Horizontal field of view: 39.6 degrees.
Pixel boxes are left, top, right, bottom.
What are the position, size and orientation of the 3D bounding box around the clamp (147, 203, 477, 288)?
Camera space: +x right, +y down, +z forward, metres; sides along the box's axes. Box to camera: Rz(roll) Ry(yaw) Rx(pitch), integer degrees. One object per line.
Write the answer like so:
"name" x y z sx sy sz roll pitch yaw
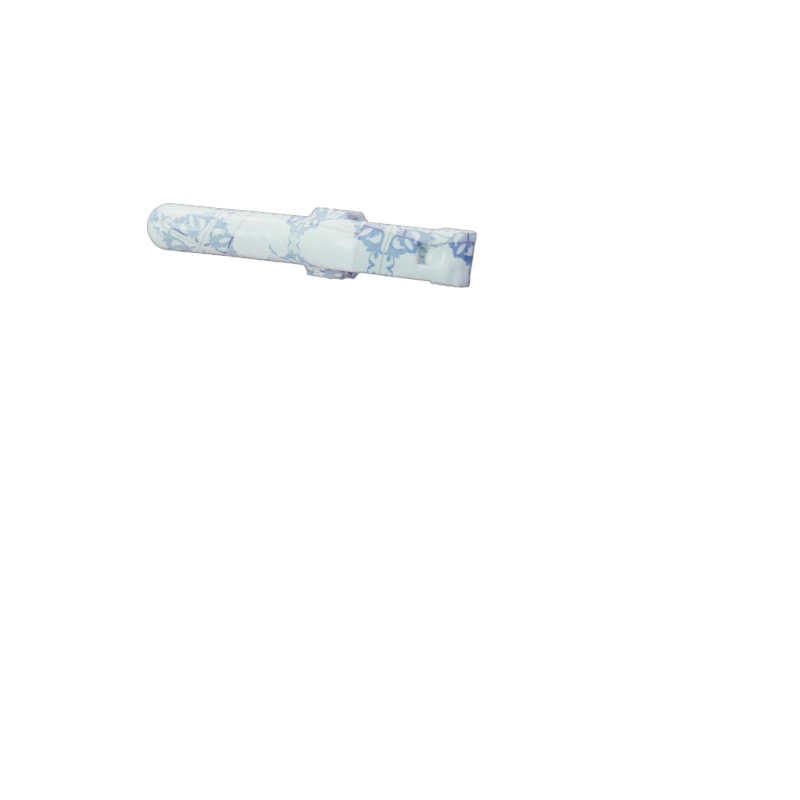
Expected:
"clamp" -0.044 -0.081 0.568 0.116 0.039 0.180 -9 14 -43
